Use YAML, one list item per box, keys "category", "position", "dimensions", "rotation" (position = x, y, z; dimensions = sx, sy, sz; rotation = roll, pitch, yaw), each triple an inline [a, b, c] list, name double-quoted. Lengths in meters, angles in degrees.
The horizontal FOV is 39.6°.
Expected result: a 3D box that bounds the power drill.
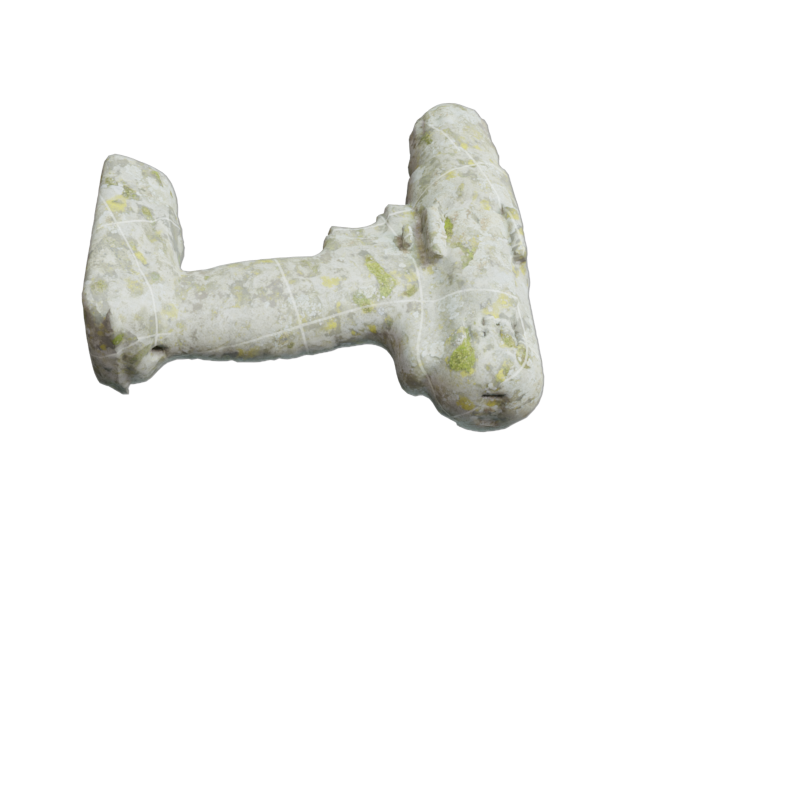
- category: "power drill"
  position: [-0.038, -0.070, 0.487]
  dimensions: [0.187, 0.198, 0.053]
  rotation: [-2, -44, -2]
